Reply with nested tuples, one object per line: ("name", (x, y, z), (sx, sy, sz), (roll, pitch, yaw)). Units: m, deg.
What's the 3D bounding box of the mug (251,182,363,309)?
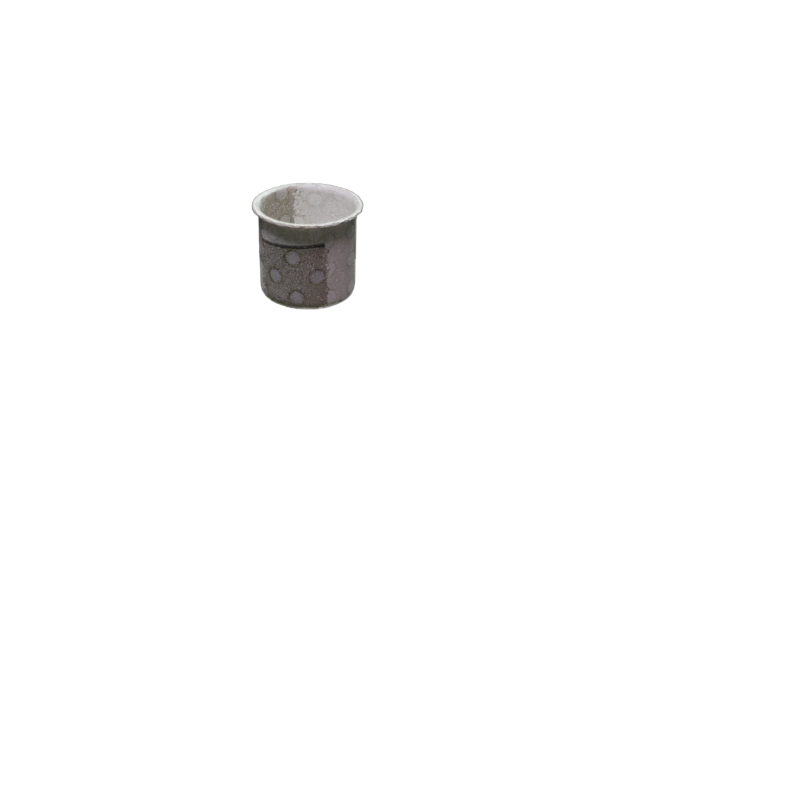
("mug", (-0.074, -0.135, 0.946), (0.096, 0.077, 0.120), (11, 32, 17))
